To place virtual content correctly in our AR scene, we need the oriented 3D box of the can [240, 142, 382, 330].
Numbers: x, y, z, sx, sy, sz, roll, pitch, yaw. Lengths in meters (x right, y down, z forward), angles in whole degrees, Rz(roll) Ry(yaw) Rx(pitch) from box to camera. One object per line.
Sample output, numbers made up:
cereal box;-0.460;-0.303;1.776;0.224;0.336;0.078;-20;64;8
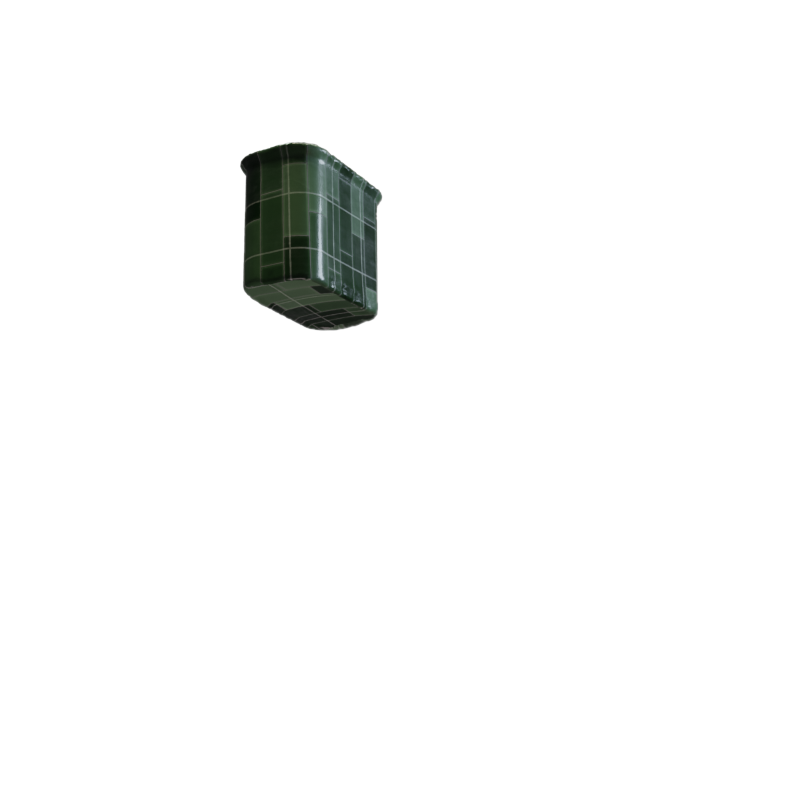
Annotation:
can;-0.053;-0.096;0.673;0.059;0.088;0.095;-12;-21;27
